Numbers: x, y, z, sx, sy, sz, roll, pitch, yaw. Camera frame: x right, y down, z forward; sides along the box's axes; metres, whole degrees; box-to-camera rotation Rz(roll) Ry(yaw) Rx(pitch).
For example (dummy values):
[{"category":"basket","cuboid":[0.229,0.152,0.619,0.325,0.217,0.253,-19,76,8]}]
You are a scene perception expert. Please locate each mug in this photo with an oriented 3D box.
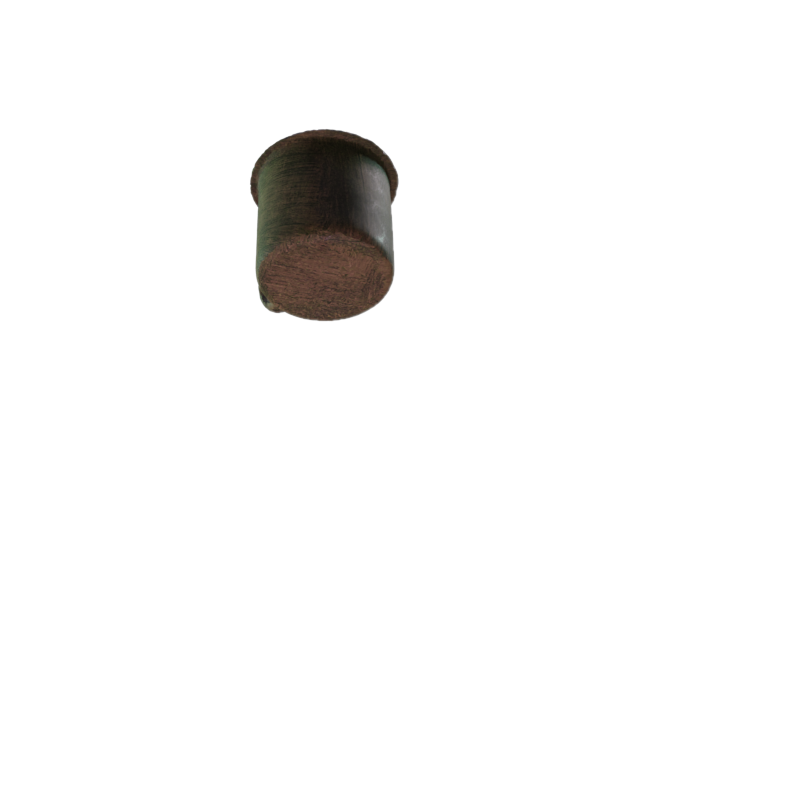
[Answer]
[{"category":"mug","cuboid":[-0.053,-0.097,0.676,0.088,0.087,0.115,25,-45,-29]}]
